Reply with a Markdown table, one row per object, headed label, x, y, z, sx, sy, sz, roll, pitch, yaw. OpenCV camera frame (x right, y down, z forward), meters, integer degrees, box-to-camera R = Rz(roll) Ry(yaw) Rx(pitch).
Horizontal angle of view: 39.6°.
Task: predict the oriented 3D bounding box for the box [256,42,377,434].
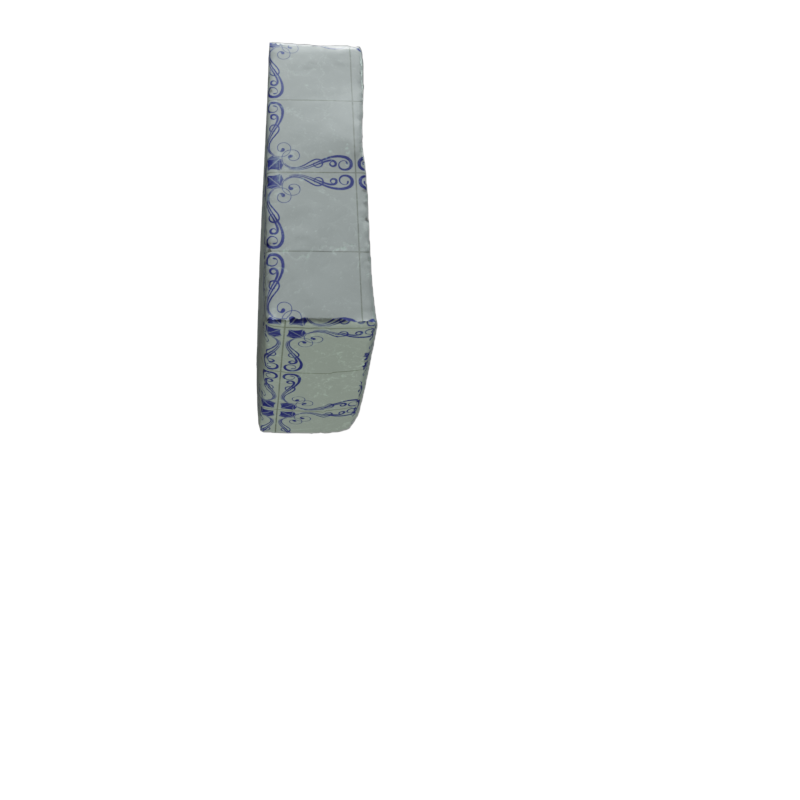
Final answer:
| label | x | y | z | sx | sy | sz | roll | pitch | yaw |
| --- | --- | --- | --- | --- | --- | --- | --- | --- | --- |
| box | -0.058 | -0.107 | 0.747 | 0.071 | 0.228 | 0.155 | 2 | -29 | -7 |
